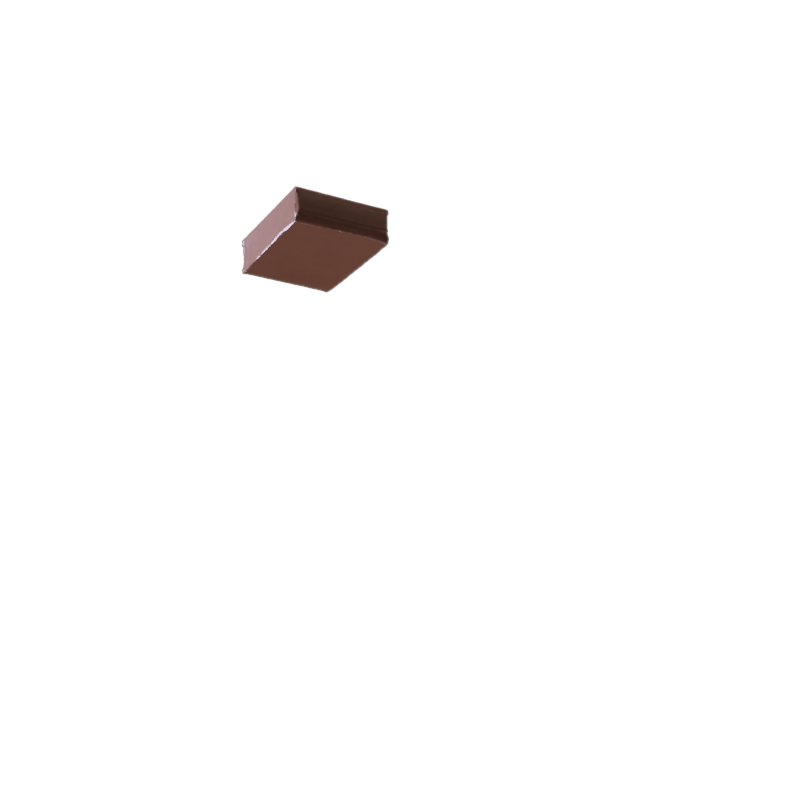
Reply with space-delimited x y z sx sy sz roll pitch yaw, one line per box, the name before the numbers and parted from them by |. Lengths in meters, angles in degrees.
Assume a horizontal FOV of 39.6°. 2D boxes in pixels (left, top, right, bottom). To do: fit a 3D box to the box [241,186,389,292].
box | -0.075 -0.137 0.960 0.086 0.041 0.112 13 -27 -27
